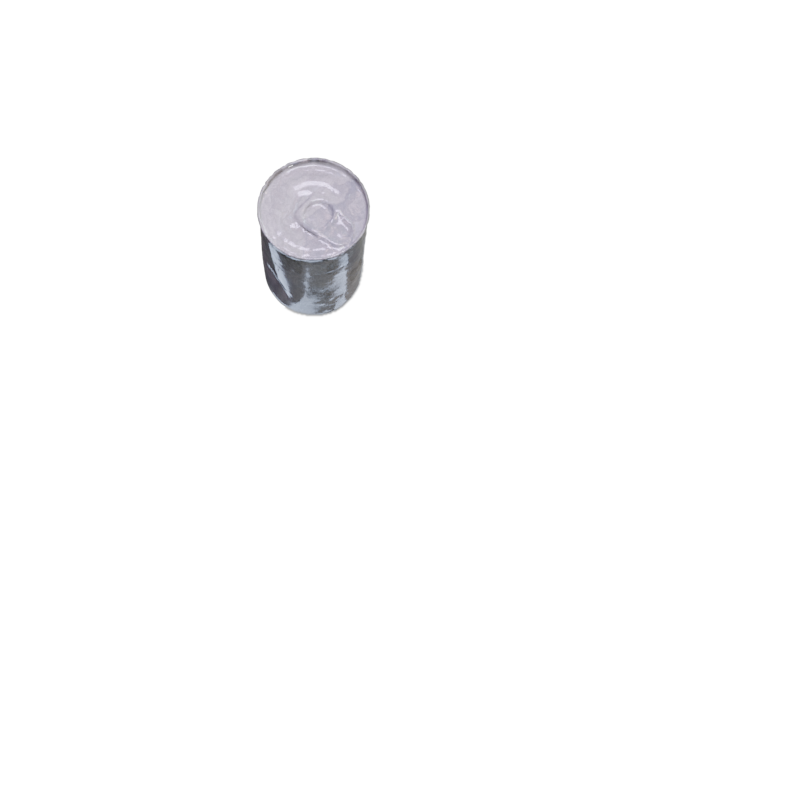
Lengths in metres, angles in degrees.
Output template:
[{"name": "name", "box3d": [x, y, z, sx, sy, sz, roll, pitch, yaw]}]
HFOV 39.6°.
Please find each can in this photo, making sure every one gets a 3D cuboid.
[{"name": "can", "box3d": [-0.056, -0.101, 0.710, 0.068, 0.072, 0.098, 0, -19, -3]}]
